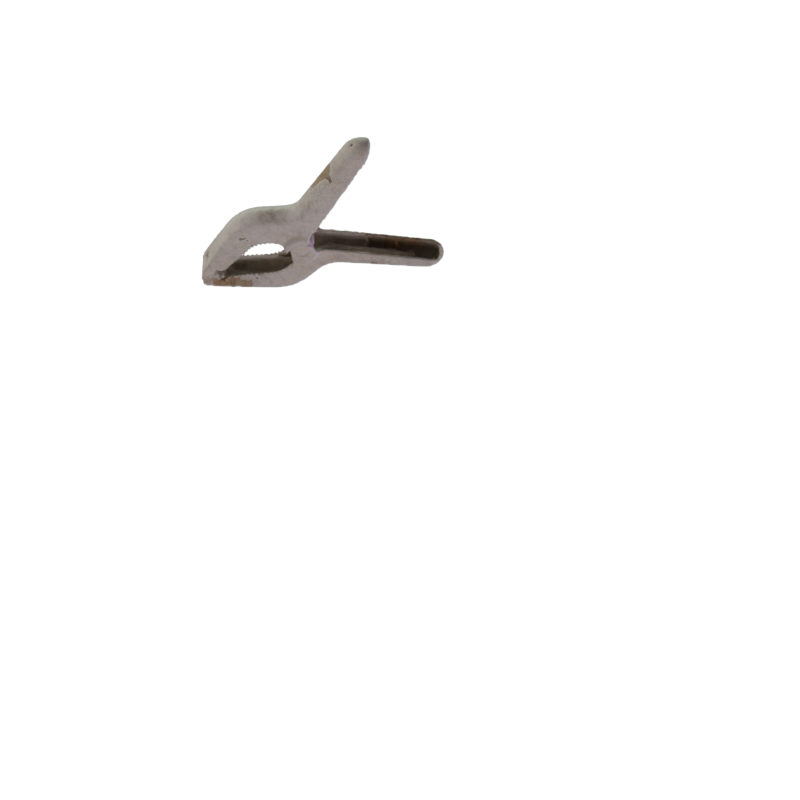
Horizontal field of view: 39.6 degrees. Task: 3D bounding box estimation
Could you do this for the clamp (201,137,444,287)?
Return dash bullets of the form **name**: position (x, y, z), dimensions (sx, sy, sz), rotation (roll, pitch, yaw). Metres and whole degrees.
- **clamp**: position (-0.076, -0.138, 0.969), dimensions (0.211, 0.039, 0.152), rotation (-20, -40, 26)
